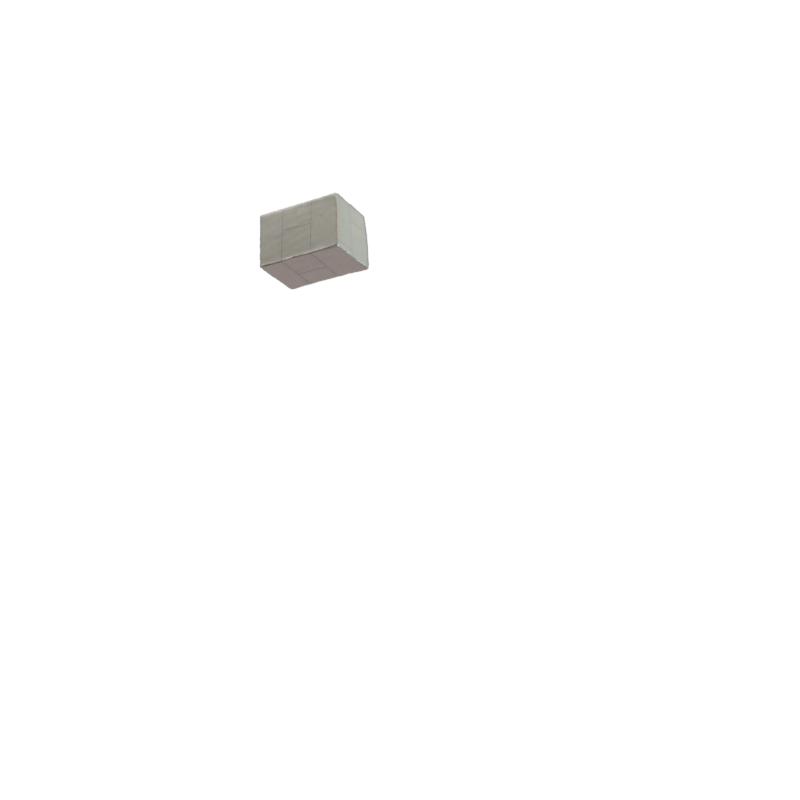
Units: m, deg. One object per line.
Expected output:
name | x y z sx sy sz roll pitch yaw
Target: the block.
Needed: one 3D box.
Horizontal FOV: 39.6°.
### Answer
block | -0.073 -0.133 0.929 0.079 0.054 0.049 -12 -26 26
